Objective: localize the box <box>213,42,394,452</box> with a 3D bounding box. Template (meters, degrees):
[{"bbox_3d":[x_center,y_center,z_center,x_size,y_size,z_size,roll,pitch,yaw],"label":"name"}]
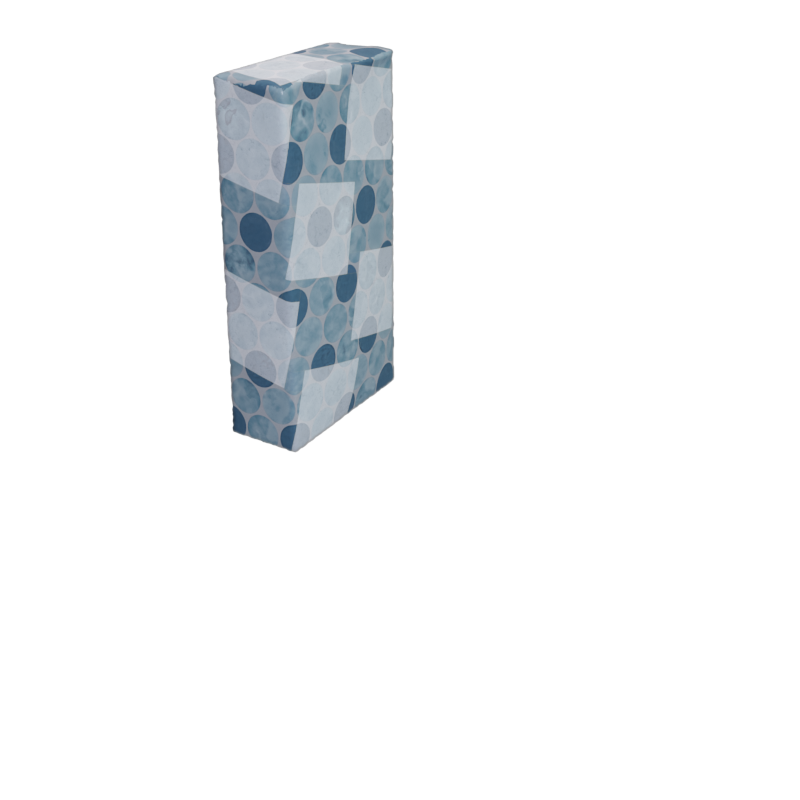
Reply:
[{"bbox_3d":[-0.041,-0.076,0.531,0.050,0.167,0.094,15,28,28],"label":"box"}]
